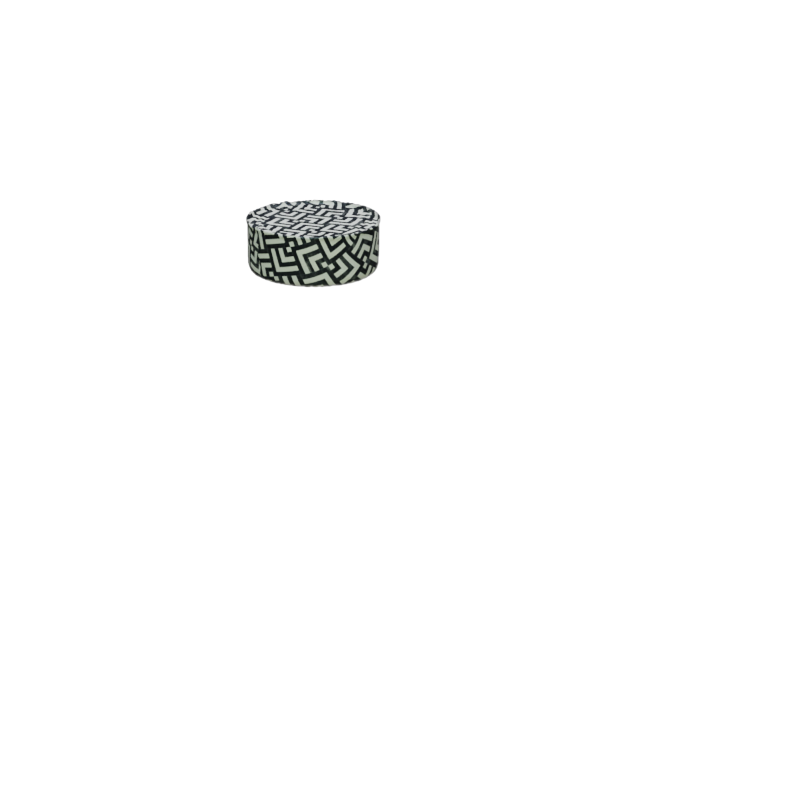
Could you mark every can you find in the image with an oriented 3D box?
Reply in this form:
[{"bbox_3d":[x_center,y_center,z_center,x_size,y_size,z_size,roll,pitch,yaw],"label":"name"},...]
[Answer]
[{"bbox_3d":[-0.056,-0.102,0.711,0.086,0.032,0.090,-1,24,-2],"label":"can"}]
